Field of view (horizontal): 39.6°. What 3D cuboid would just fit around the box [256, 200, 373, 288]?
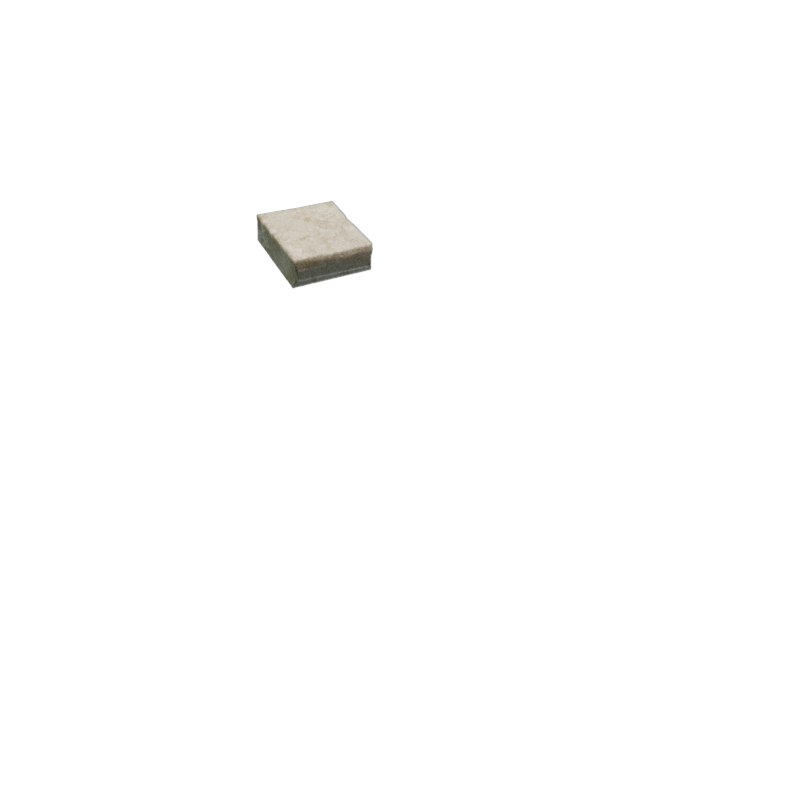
[{"bbox_3d":[-0.074,-0.136,0.950,0.072,0.028,0.096,-14,37,-20],"label":"box"}]
